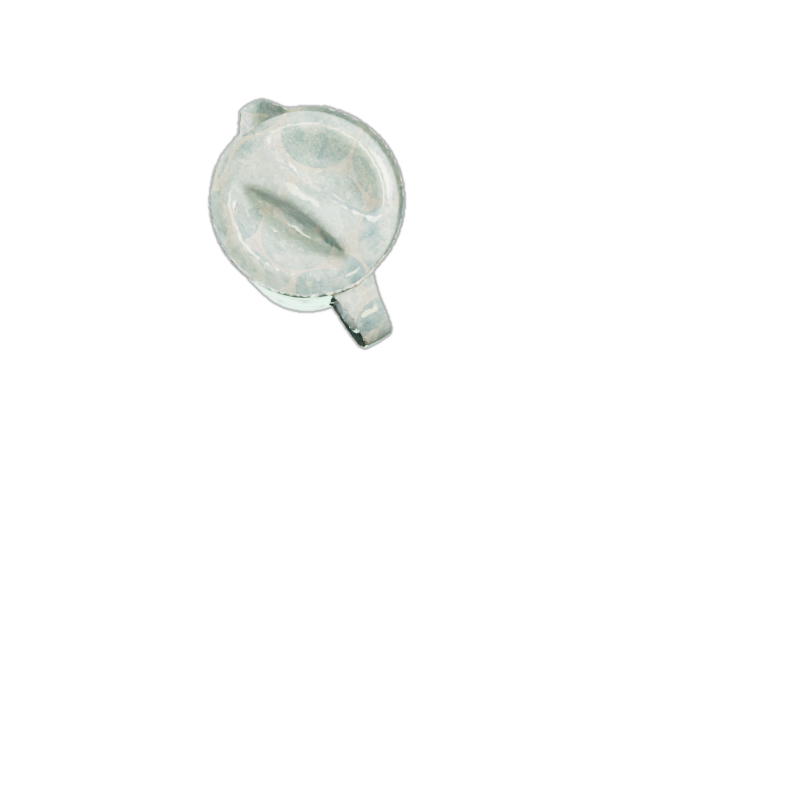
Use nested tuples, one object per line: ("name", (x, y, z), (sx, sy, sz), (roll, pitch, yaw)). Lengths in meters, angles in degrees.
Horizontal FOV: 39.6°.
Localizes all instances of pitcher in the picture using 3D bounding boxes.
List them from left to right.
("pitcher", (-0.067, -0.123, 0.860), (0.145, 0.151, 0.240), (15, -4, -2))
